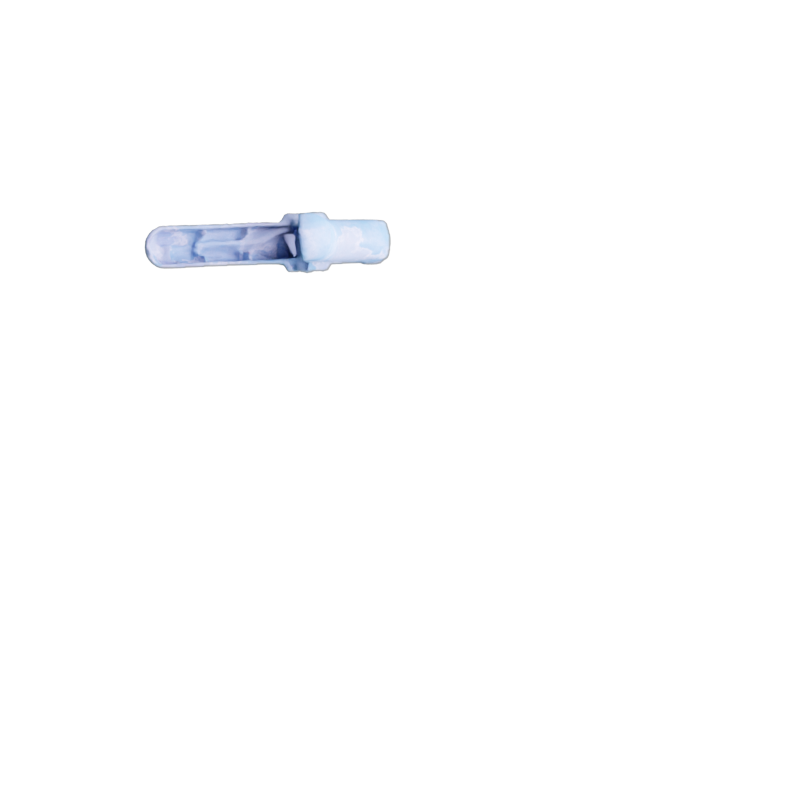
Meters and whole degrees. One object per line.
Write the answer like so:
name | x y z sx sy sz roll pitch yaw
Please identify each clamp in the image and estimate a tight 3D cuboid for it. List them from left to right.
clamp | -0.052 -0.094 0.660 0.126 0.039 0.167 9 14 39
